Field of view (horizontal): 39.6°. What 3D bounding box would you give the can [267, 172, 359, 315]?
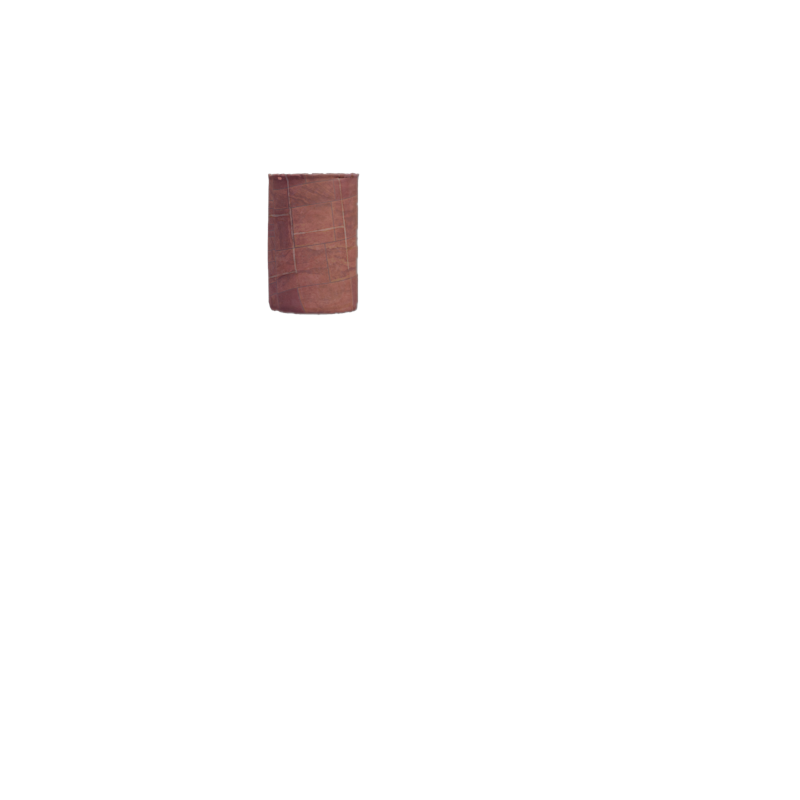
[{"bbox_3d":[-0.065,-0.118,0.825,0.068,0.101,0.069,0,5,-2],"label":"can"}]
